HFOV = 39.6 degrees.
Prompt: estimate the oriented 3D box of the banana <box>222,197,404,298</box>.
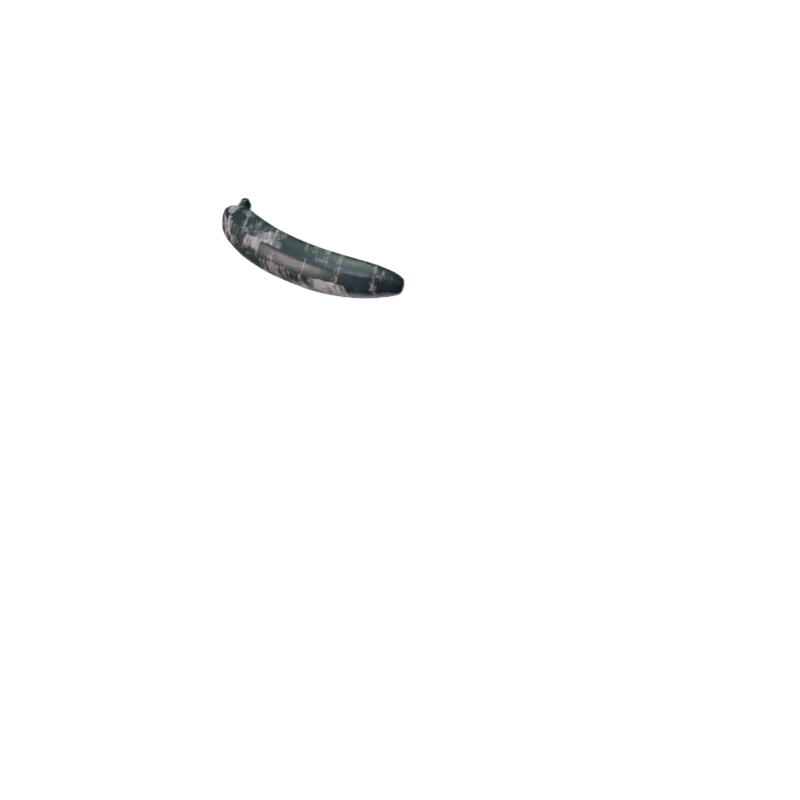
[{"bbox_3d":[-0.090,-0.129,0.950,0.211,0.034,0.070,32,50,31],"label":"banana"}]
